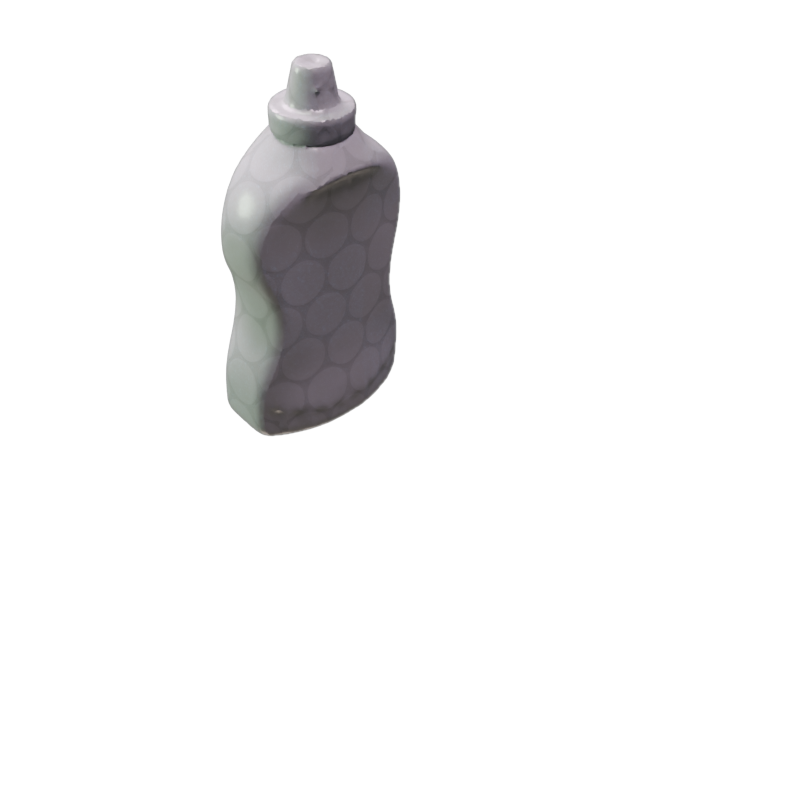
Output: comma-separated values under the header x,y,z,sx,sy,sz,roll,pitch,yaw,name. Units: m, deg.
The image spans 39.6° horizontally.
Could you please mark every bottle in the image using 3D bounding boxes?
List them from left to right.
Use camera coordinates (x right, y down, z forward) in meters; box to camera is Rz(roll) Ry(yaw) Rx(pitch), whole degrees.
x,y,z,sx,sy,sz,roll,pitch,yaw,name
-0.043,-0.078,0.548,0.095,0.179,0.063,-25,44,-33,bottle
